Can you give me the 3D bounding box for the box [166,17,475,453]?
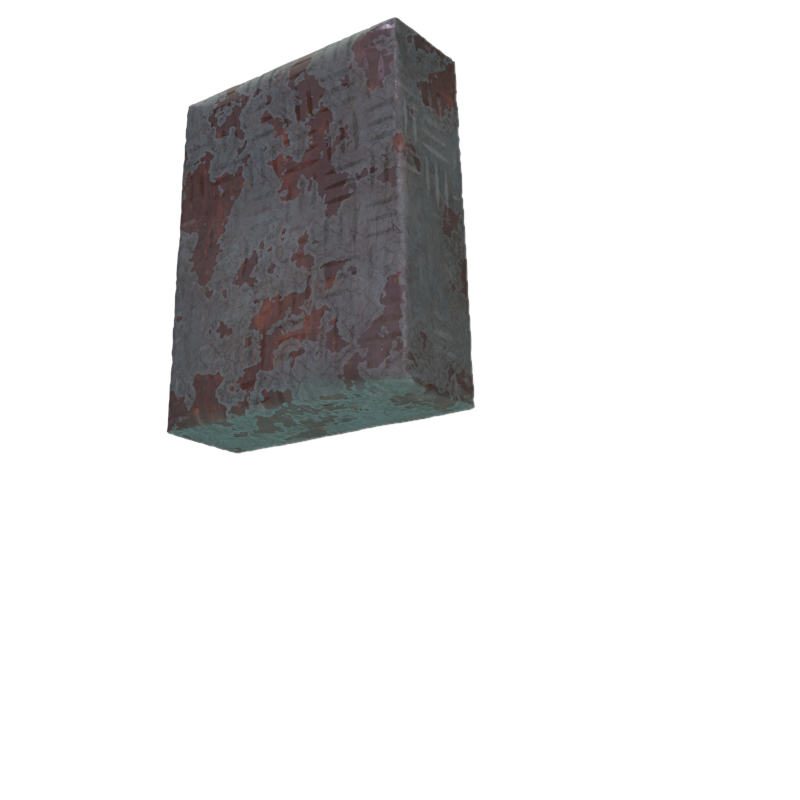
[{"bbox_3d":[-0.049,-0.090,0.632,0.167,0.225,0.067,-15,-25,32],"label":"box"}]
